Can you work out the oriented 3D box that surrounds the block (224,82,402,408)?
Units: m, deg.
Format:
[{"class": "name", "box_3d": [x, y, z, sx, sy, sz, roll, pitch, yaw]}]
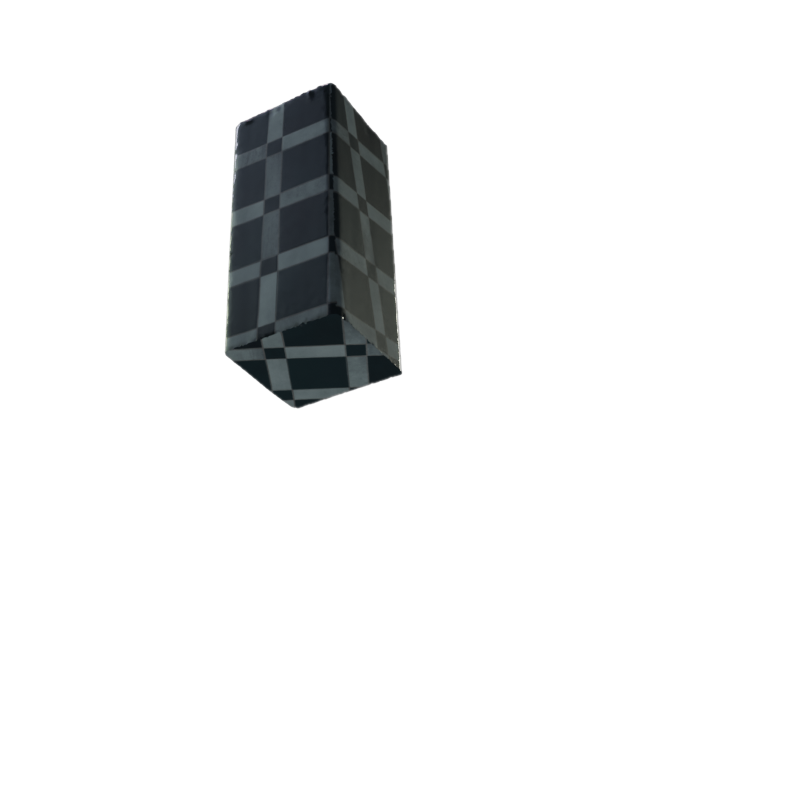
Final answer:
[{"class": "block", "box_3d": [-0.063, -0.114, 0.796, 0.091, 0.221, 0.083, -20, -39, 23]}]
